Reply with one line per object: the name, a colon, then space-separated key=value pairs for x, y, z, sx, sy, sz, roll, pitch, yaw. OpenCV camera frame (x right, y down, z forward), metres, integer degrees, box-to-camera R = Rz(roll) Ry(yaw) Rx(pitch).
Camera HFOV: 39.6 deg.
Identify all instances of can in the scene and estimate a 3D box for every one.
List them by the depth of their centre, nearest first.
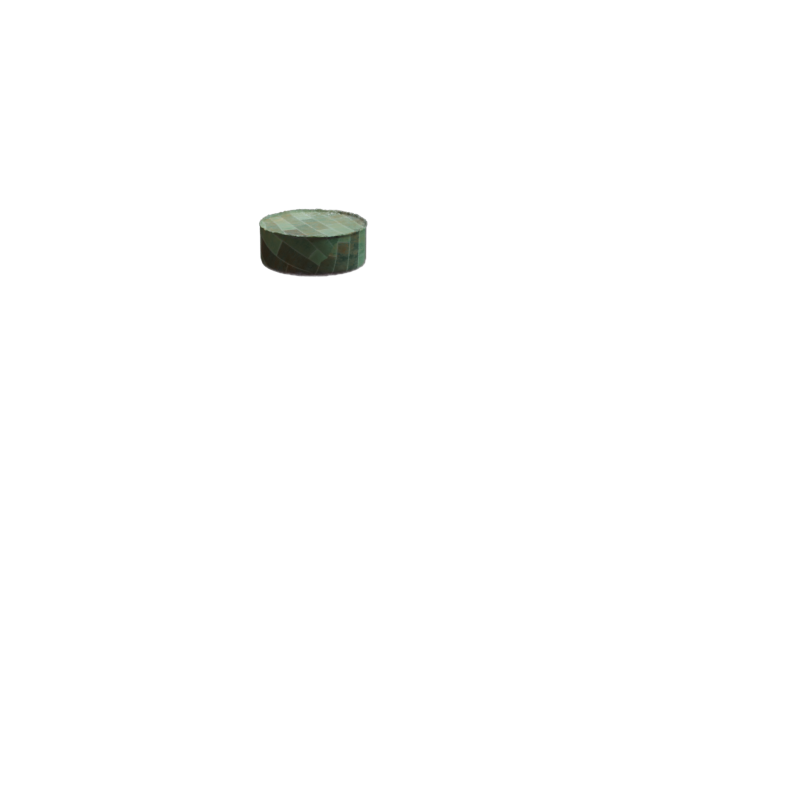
can: x=-0.069 y=-0.126 z=0.879 sx=0.086 sy=0.032 sz=0.090 roll=-1 pitch=22 yaw=-2
